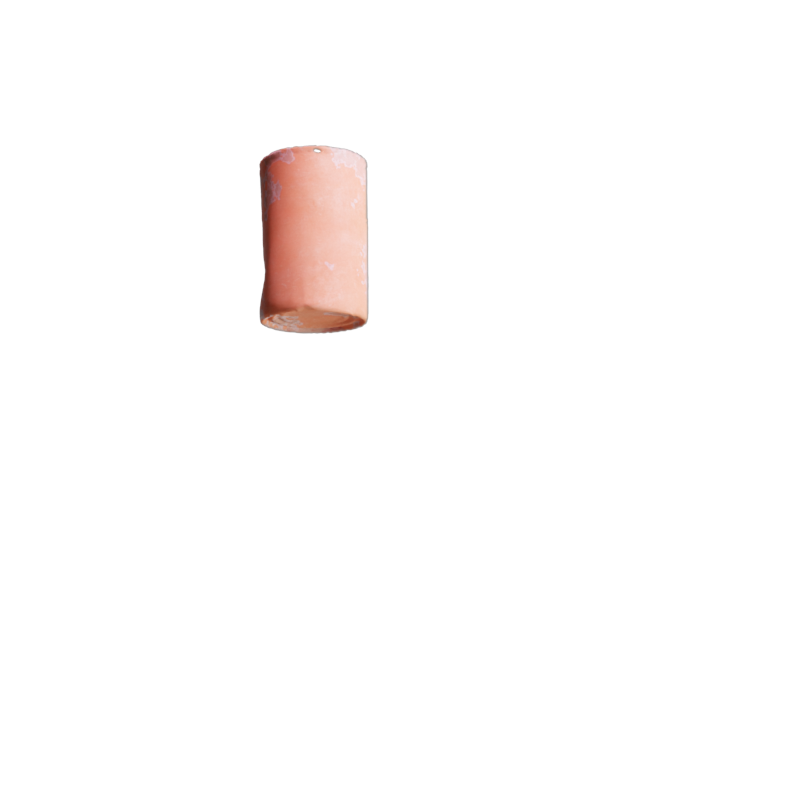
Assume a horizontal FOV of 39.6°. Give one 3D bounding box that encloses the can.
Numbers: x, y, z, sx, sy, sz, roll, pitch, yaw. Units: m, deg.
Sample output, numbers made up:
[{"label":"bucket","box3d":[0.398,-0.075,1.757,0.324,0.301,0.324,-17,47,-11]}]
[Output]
[{"label":"can","box3d":[-0.053,-0.097,0.682,0.068,0.106,0.066,0,-14,-2]}]
